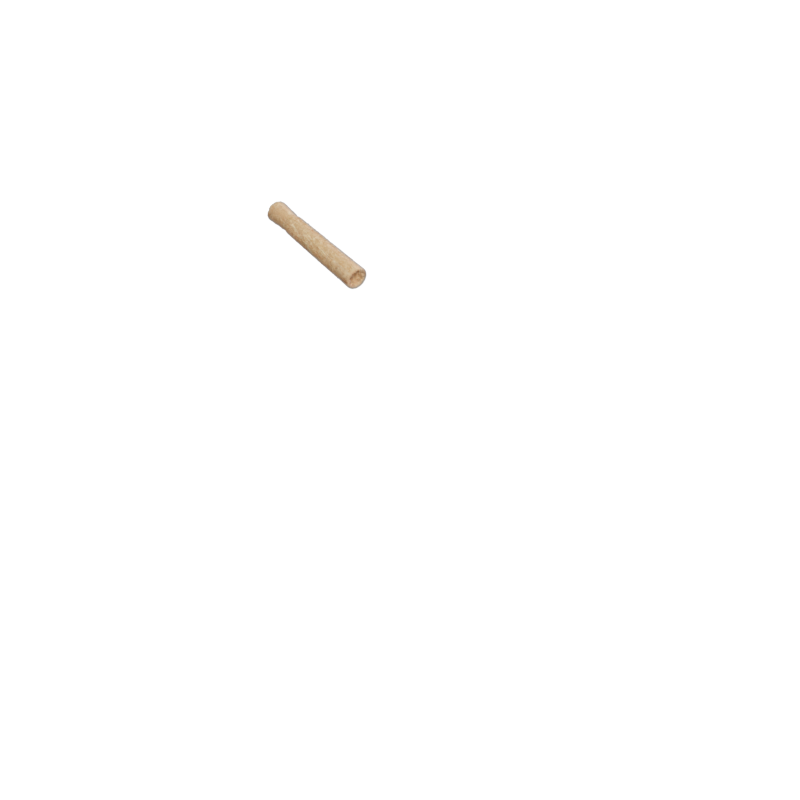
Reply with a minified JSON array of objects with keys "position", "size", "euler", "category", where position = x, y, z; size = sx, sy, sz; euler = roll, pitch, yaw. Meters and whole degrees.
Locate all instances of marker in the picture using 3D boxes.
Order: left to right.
[{"position":[-0.070,-0.128,0.897],"size":[0.019,0.019,0.130],"euler":[-3,34,-41],"category":"marker"}]
